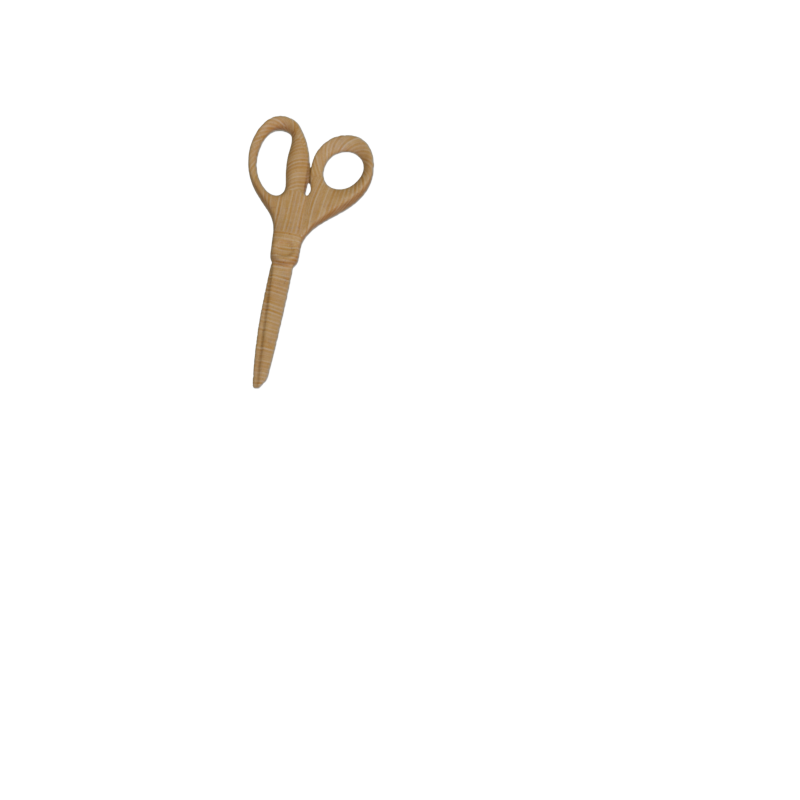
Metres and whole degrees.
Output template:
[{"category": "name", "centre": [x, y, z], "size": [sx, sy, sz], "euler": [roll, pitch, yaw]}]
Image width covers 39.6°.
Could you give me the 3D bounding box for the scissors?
[{"category": "scissors", "centre": [-0.058, -0.106, 0.740], "size": [0.096, 0.215, 0.015], "euler": [-7, -27, -3]}]
